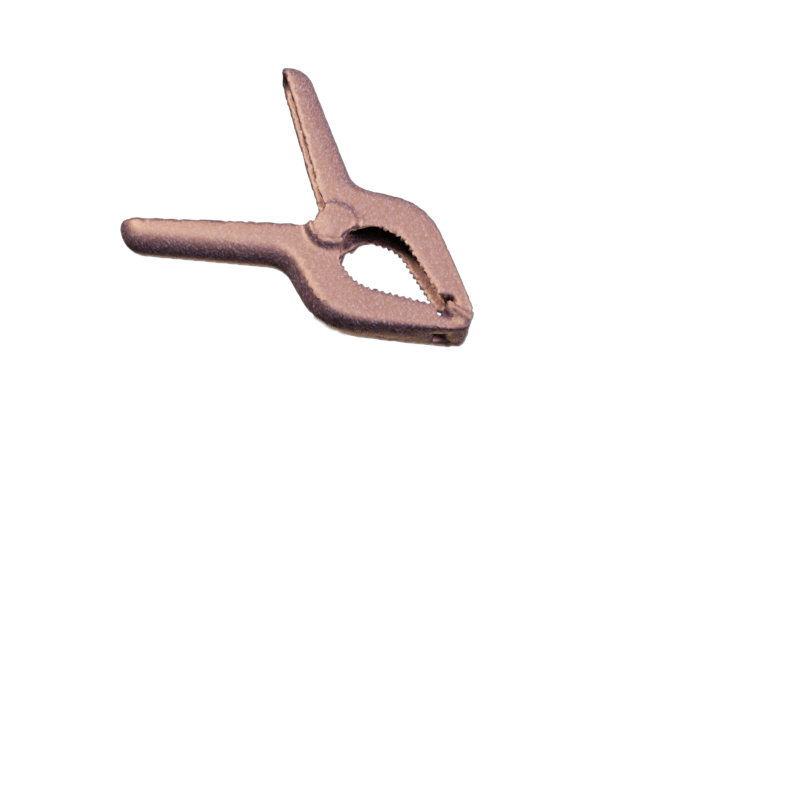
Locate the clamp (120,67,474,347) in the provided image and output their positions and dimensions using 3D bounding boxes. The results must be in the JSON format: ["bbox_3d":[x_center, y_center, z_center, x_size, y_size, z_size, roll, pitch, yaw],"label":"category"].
[{"bbox_3d":[-0.052,-0.095,0.666,0.166,0.220,0.034,-41,-20,-19],"label":"clamp"}]
